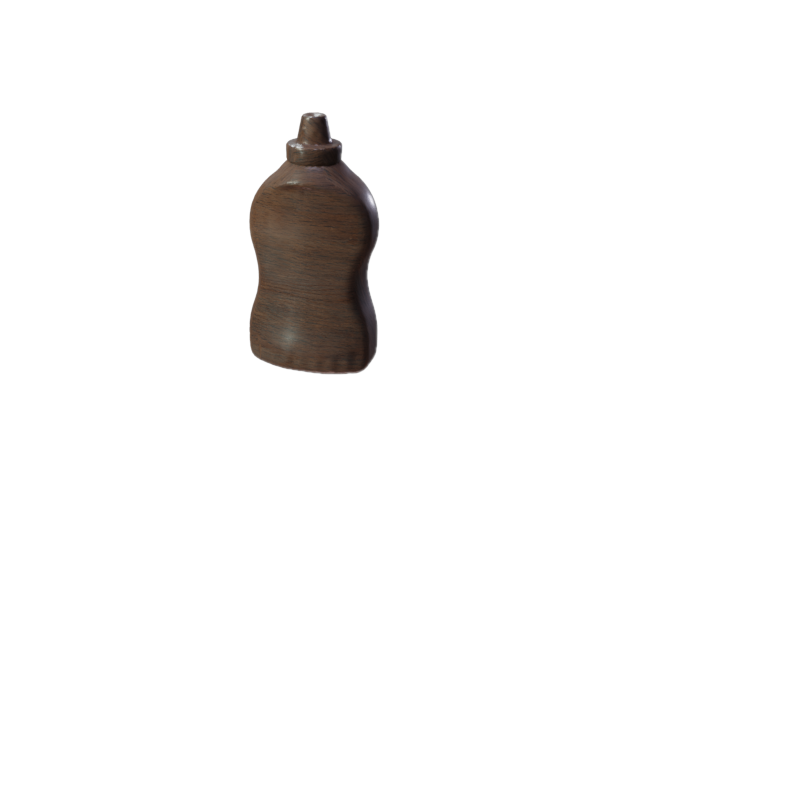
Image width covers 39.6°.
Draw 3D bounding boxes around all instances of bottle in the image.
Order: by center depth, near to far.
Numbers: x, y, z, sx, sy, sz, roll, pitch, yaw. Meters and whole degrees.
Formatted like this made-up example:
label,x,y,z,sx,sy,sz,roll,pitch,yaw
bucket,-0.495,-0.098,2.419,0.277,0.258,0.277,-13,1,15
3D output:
label,x,y,z,sx,sy,sz,roll,pitch,yaw
bottle,-0.064,-0.118,0.825,0.099,0.183,0.059,8,21,18
